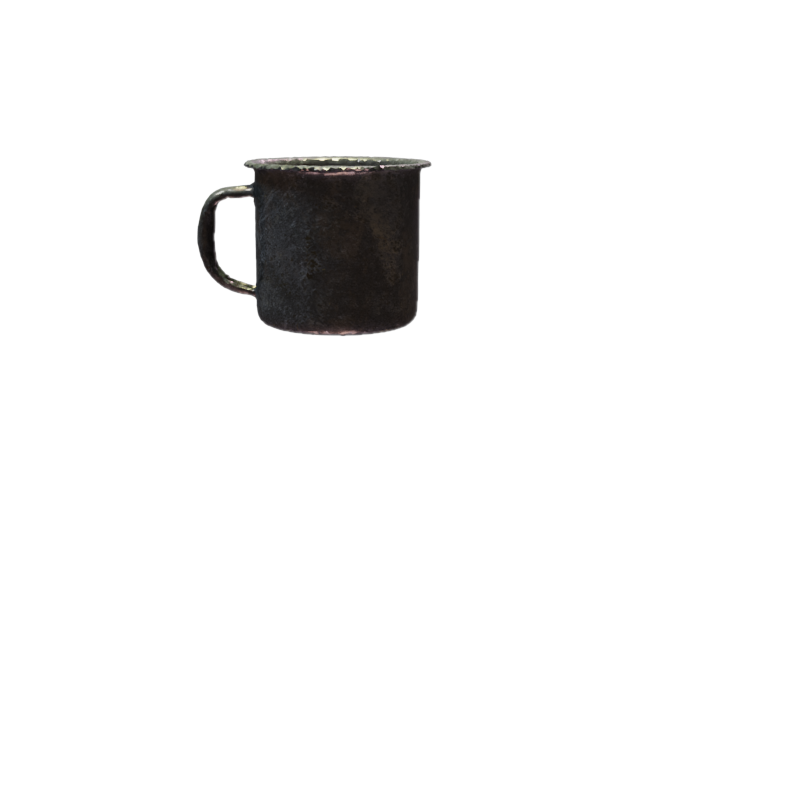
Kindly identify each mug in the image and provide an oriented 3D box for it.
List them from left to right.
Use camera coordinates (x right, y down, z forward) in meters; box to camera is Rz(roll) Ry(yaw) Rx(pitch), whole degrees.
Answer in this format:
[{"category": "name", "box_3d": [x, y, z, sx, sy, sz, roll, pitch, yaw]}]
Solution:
[{"category": "mug", "box_3d": [-0.044, -0.079, 0.556, 0.117, 0.080, 0.096, 0, 12, 0]}]
